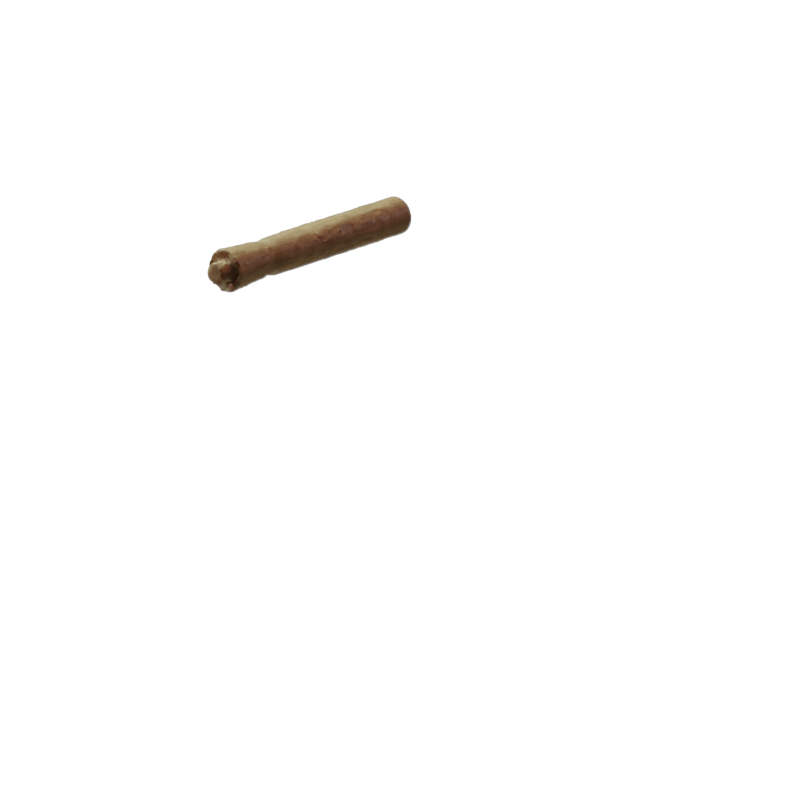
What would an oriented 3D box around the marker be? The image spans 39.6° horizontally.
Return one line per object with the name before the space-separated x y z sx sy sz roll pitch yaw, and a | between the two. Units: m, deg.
marker | -0.039 -0.071 0.497 0.021 0.019 0.120 3 21 40
